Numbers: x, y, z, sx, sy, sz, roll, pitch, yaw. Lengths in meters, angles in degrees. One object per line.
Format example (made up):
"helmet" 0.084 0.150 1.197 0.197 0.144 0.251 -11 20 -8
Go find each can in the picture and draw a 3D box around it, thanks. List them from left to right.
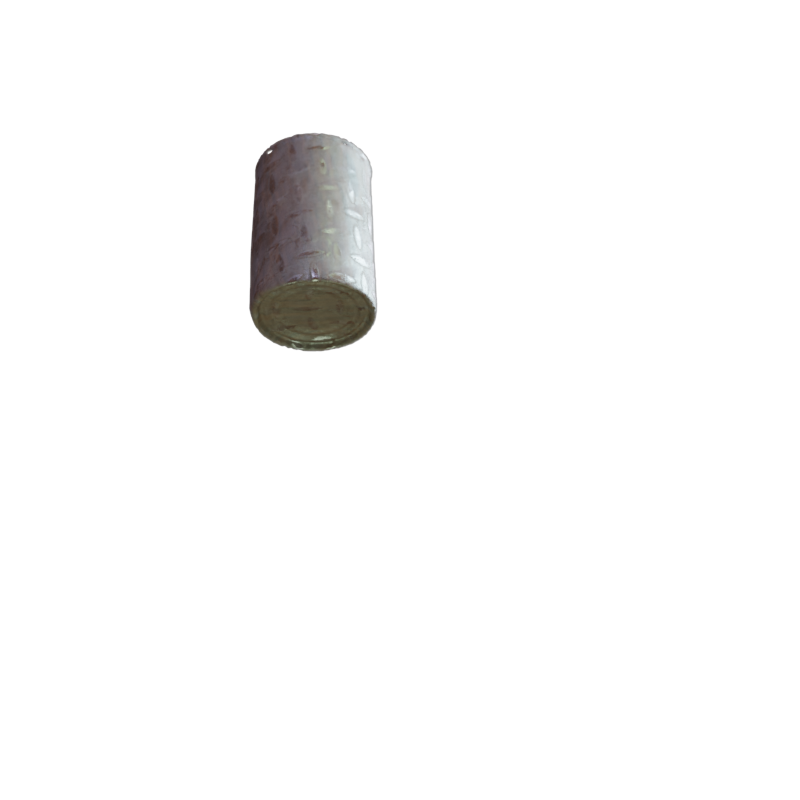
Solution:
"can" -0.048 -0.087 0.608 0.068 0.109 0.064 -1 -36 -2
